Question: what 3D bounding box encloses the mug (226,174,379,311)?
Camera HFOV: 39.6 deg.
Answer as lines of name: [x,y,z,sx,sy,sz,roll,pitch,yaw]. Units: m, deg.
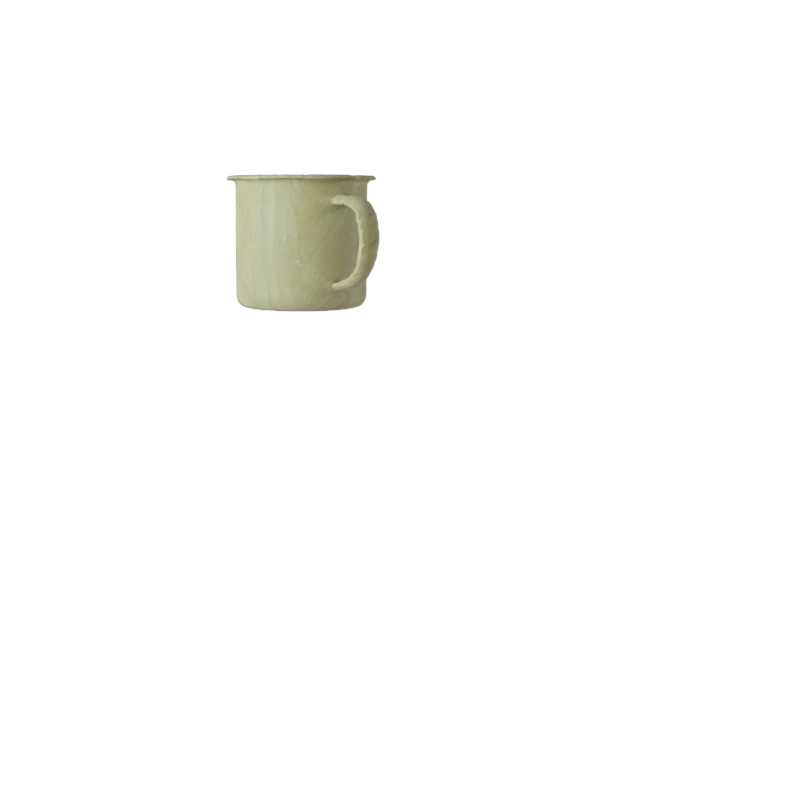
mug: [-0.053,-0.098,0.683,0.090,0.081,0.122,-5,9,-41]
